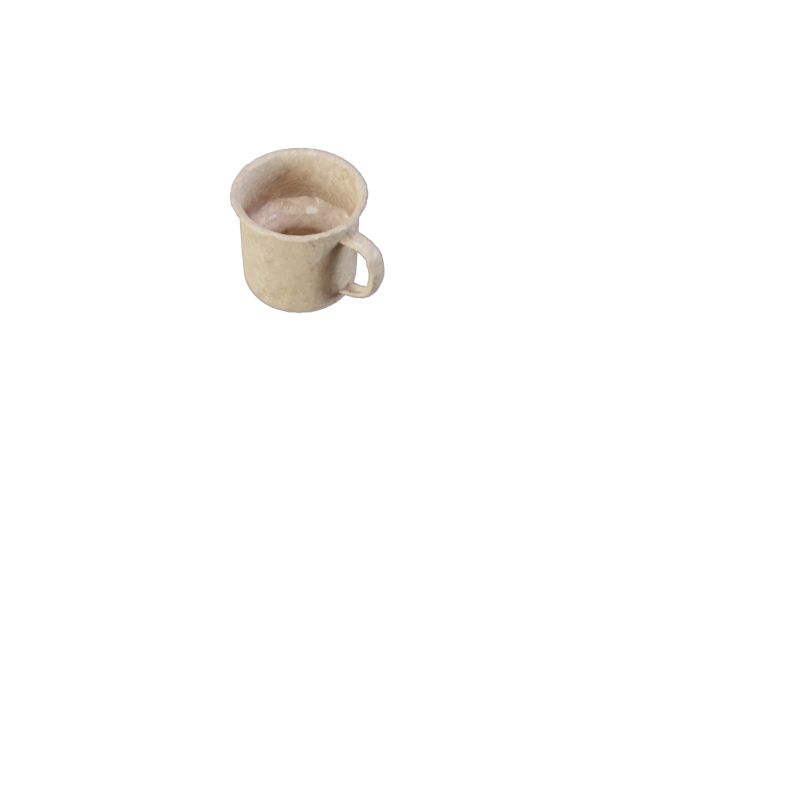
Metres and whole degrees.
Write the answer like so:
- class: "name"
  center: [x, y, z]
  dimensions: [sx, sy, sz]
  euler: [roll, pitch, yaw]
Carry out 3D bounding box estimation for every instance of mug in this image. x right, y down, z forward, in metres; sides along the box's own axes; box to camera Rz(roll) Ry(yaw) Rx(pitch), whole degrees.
- class: "mug"
  center: [-0.060, -0.110, 0.768]
  dimensions: [0.123, 0.076, 0.095]
  euler: [29, 54, 22]
